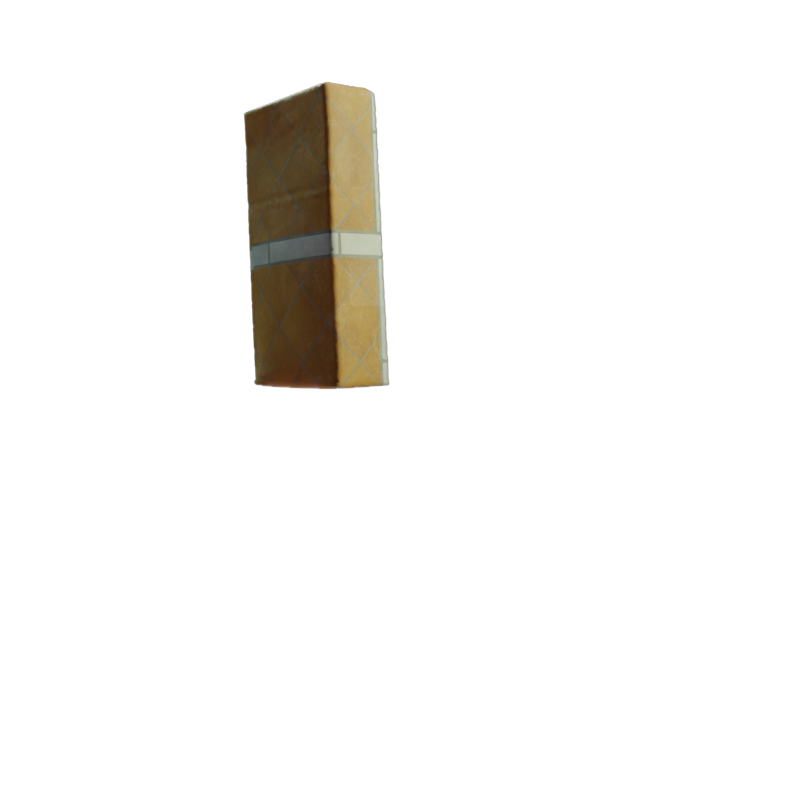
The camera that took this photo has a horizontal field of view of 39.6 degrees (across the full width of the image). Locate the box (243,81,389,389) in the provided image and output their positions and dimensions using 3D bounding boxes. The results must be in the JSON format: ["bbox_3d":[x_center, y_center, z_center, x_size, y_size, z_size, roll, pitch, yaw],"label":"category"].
[{"bbox_3d":[-0.052,-0.096,0.673,0.046,0.179,0.096,4,-7,-38],"label":"box"}]
